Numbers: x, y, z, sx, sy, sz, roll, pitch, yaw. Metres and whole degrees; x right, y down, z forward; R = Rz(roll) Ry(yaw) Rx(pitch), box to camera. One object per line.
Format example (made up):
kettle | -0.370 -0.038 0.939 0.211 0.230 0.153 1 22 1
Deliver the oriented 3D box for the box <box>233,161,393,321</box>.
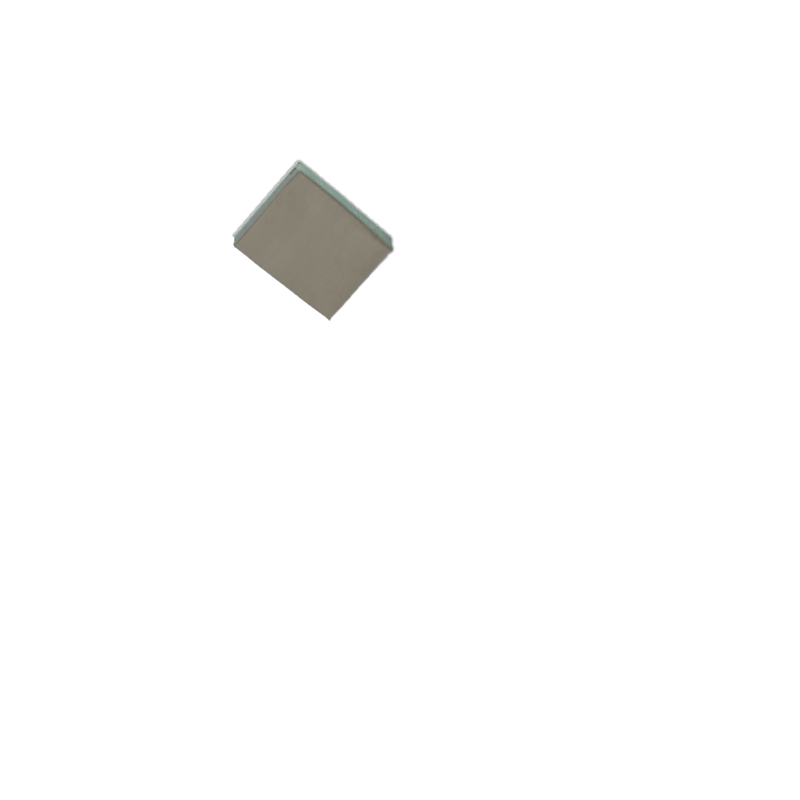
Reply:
box | -0.076 -0.138 0.967 0.110 0.089 0.040 40 13 -12
